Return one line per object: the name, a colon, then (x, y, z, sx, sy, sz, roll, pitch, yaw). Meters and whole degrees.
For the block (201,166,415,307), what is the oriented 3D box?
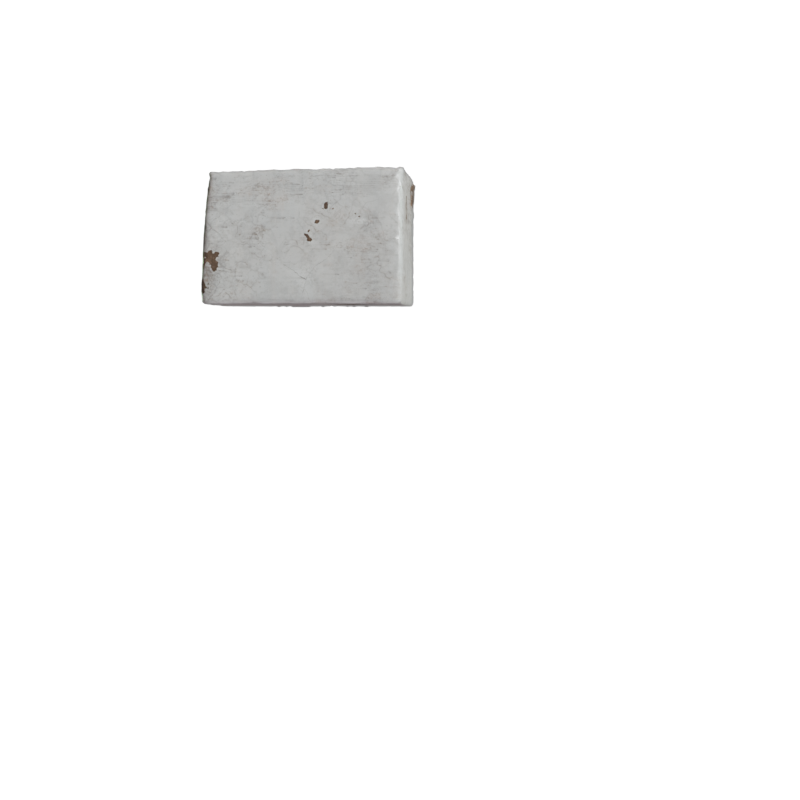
block: (-0.035, -0.063, 0.442, 0.079, 0.052, 0.052, 0, -1, 9)
